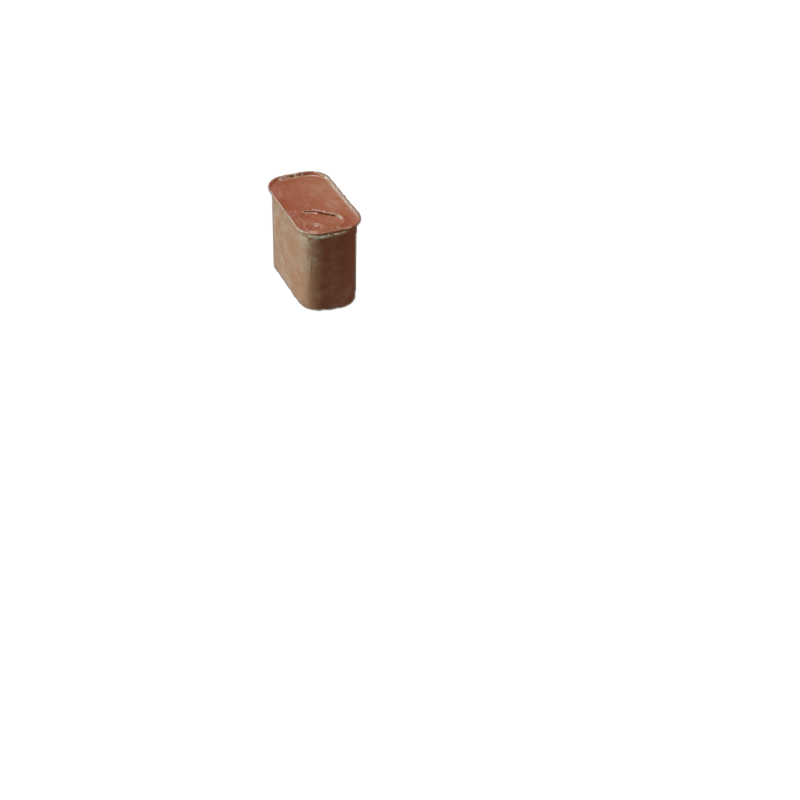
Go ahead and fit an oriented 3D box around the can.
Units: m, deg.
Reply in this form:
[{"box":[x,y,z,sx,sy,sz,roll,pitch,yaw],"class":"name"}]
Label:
[{"box":[-0.075,-0.138,0.964,0.057,0.078,0.110,-13,39,-20],"class":"can"}]
